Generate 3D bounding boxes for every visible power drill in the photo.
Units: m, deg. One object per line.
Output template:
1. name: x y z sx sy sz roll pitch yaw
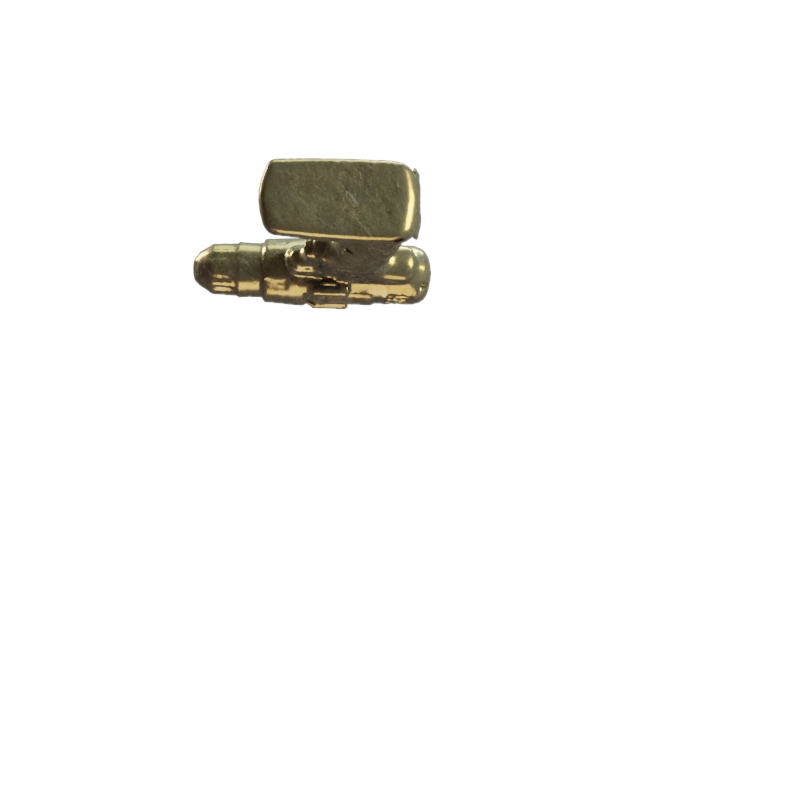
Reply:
1. power drill: -0.063 -0.114 0.800 0.184 0.059 0.182 1 -11 -3
